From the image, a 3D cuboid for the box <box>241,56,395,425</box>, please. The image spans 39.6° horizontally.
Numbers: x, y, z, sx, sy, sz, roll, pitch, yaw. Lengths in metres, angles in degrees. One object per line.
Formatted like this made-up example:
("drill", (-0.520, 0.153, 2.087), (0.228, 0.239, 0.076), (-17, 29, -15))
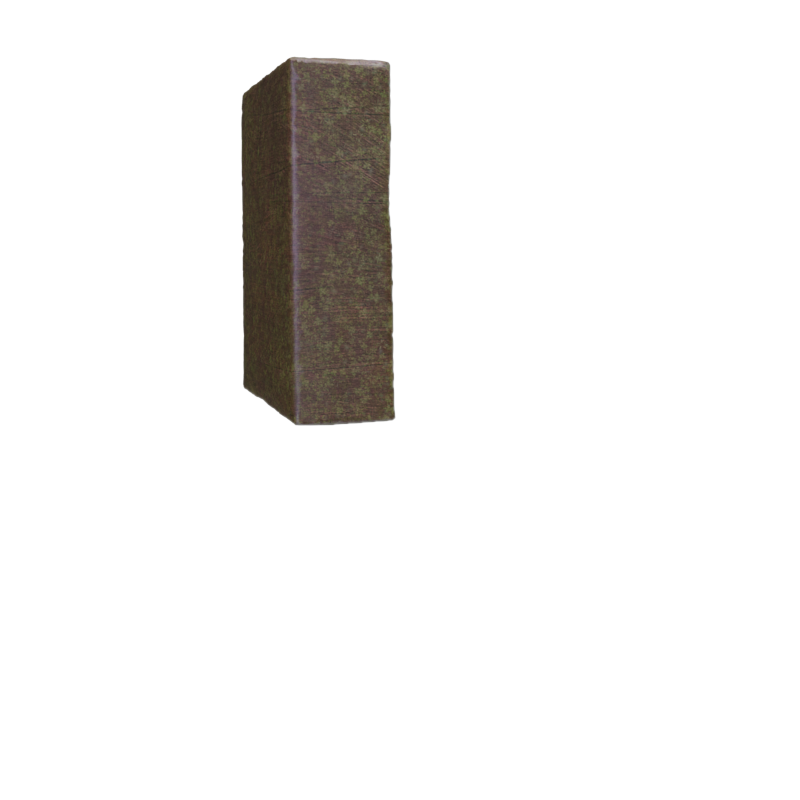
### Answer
("box", (-0.056, -0.103, 0.720), (0.070, 0.213, 0.168), (0, 3, -17))
